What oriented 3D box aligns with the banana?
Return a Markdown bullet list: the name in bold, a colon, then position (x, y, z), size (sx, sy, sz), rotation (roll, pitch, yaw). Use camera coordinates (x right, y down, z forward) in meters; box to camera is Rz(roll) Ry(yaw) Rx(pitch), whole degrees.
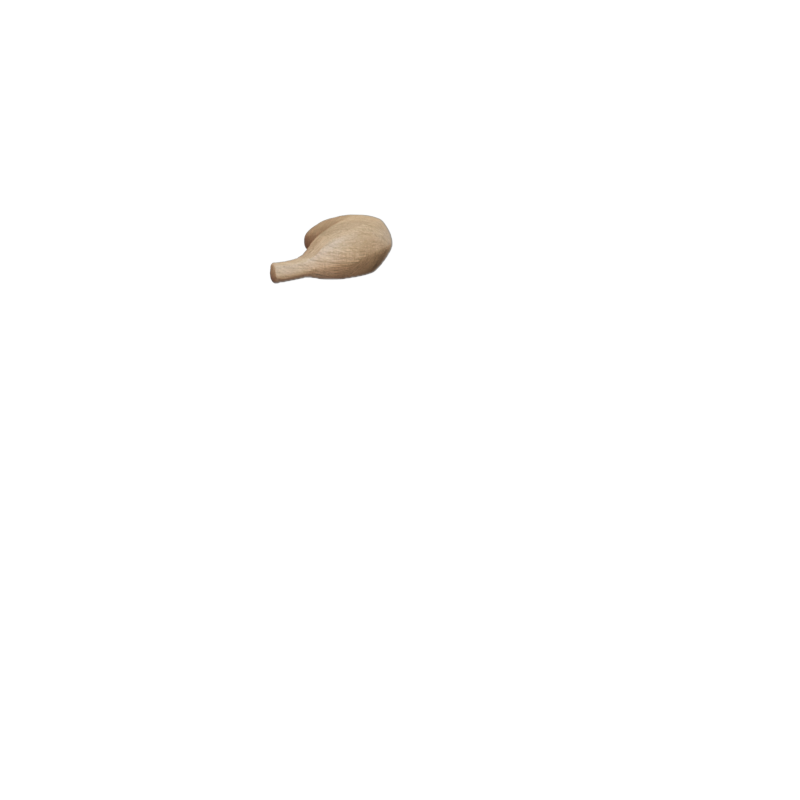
- **banana**: position (-0.039, -0.104, 0.732), size (0.070, 0.036, 0.200), rotation (0, 11, 2)
